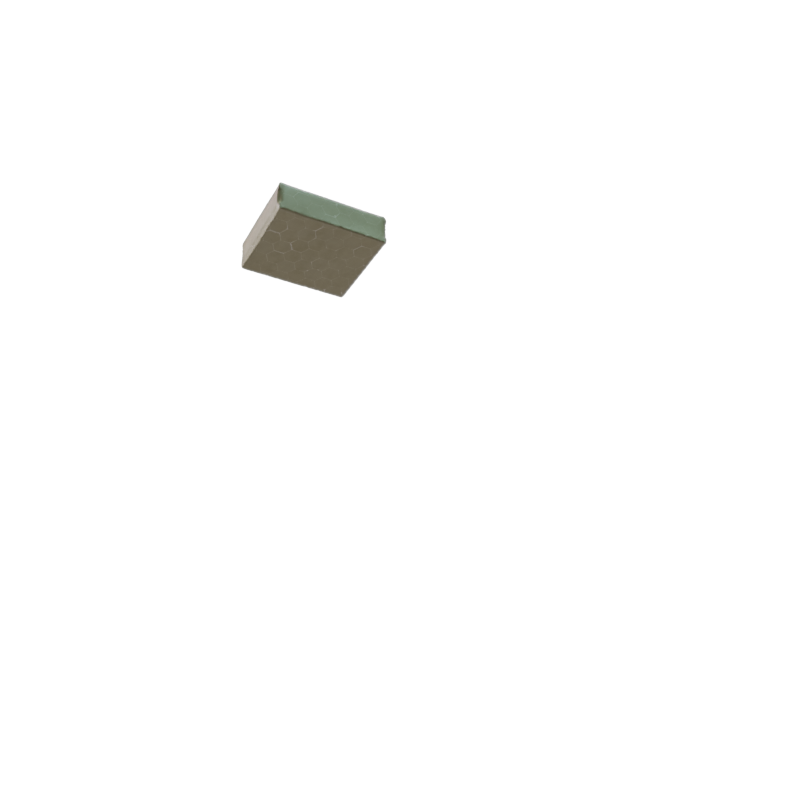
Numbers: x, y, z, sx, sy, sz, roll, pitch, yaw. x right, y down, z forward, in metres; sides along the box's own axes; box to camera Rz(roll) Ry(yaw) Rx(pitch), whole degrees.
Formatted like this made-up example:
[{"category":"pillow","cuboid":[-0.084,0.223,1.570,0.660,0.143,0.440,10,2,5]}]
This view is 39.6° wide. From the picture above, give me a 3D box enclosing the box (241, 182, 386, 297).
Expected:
[{"category":"box","cuboid":[-0.065,-0.119,0.836,0.086,0.032,0.071,16,-40,-20]}]
